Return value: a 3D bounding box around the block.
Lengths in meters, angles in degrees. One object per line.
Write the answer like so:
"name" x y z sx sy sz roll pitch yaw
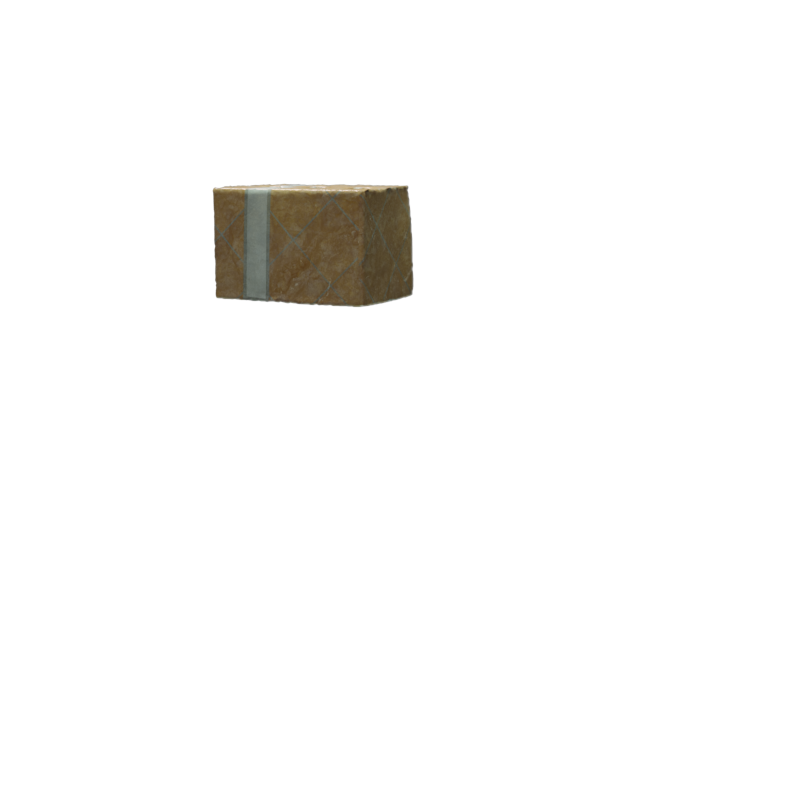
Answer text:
"block" -0.039 -0.072 0.504 0.081 0.050 0.052 5 9 25
